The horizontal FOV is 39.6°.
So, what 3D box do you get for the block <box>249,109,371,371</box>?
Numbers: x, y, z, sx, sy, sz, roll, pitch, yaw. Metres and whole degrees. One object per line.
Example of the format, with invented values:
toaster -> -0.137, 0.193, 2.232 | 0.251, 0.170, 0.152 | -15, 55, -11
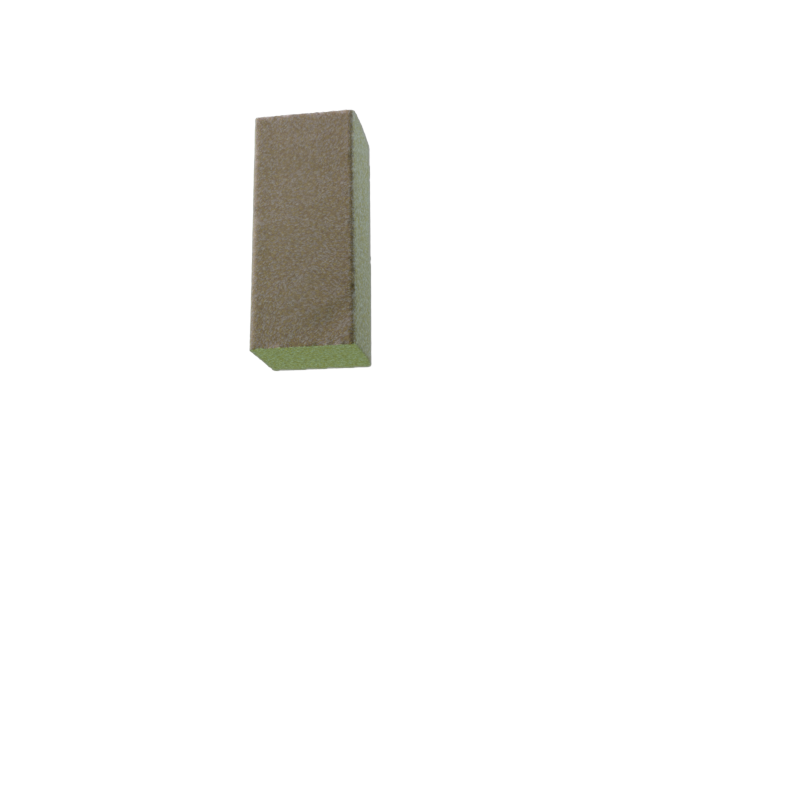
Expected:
block -> -0.075, -0.137, 0.960 | 0.092, 0.215, 0.085 | -4, -17, 9
